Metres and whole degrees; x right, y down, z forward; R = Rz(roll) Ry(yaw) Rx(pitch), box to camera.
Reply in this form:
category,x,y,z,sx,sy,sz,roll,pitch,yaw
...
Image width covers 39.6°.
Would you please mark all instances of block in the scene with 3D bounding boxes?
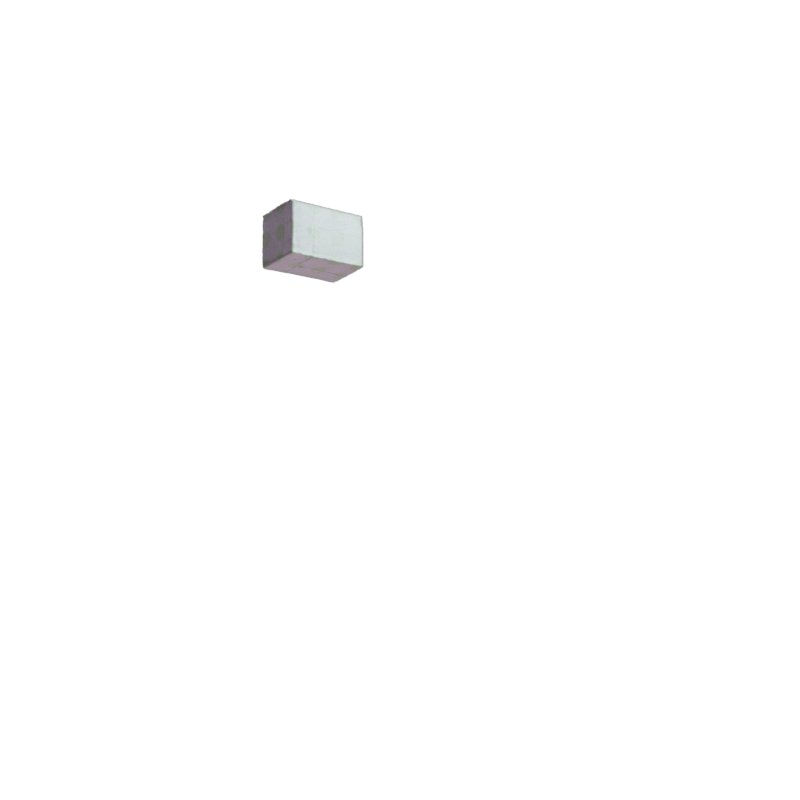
category,x,y,z,sx,sy,sz,roll,pitch,yaw
block,-0.078,-0.142,0.995,0.074,0.053,0.053,10,-20,-33
